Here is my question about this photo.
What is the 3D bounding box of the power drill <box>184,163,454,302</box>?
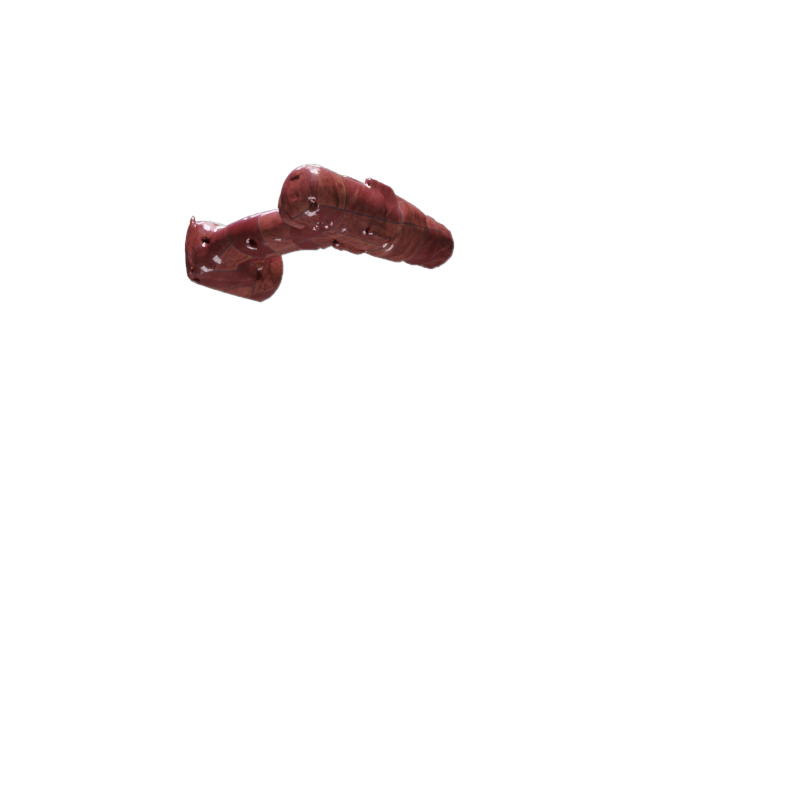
[{"bbox_3d":[-0.072,-0.132,0.923,0.190,0.060,0.173,-14,-22,39],"label":"power drill"}]
